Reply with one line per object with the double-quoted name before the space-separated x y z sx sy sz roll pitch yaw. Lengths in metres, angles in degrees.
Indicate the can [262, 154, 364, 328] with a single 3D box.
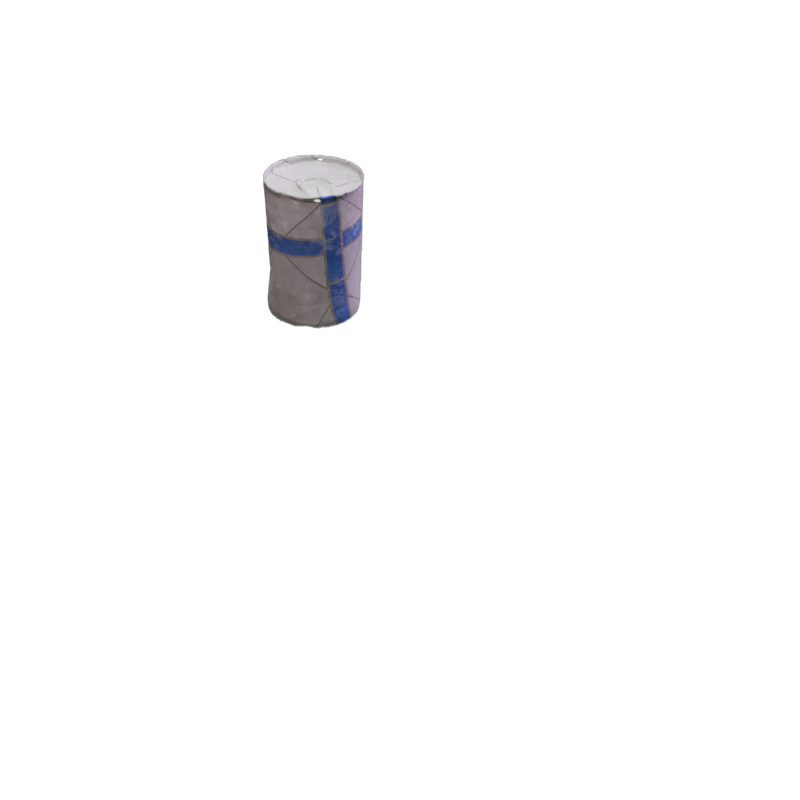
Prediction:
"can" -0.060 -0.109 0.764 0.068 0.096 0.073 0 31 -3
